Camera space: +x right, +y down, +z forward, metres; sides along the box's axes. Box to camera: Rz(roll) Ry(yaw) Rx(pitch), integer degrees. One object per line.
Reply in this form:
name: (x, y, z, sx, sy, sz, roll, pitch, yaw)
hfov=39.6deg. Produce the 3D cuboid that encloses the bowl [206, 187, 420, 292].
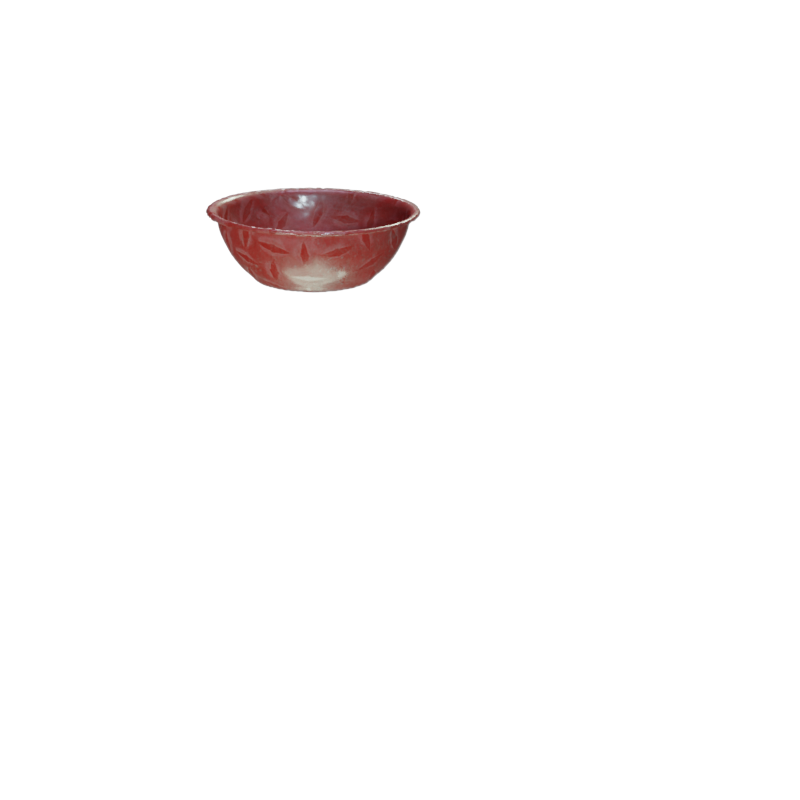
bowl: (-0.066, -0.121, 0.845, 0.162, 0.053, 0.169, -1, 20, -2)
